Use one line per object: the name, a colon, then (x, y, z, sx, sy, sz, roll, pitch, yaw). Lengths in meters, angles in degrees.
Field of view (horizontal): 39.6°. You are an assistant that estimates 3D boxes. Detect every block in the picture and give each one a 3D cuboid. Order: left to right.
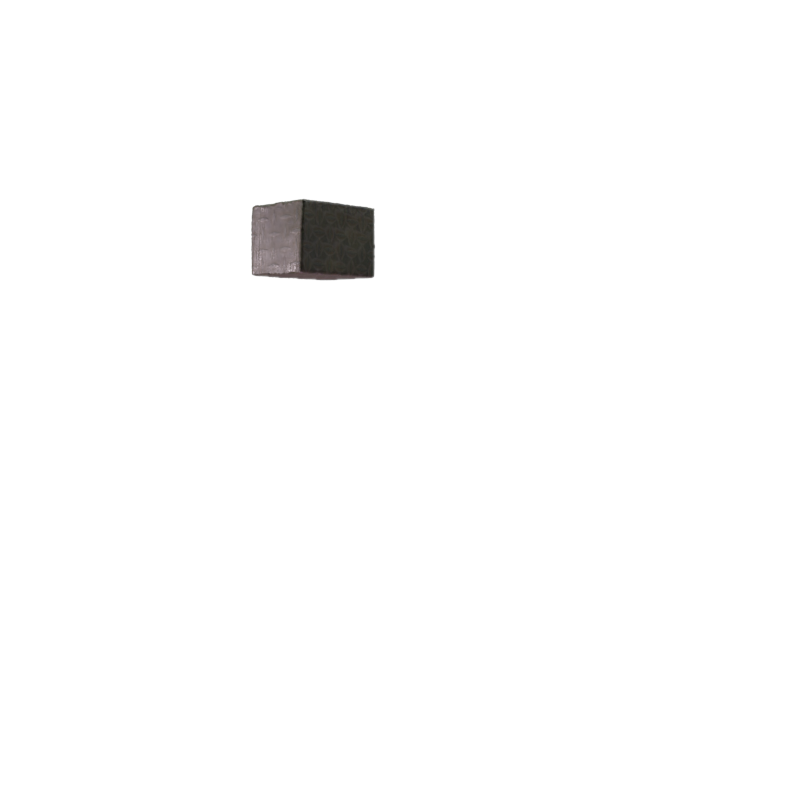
block: (-0.062, -0.113, 0.795, 0.055, 0.052, 0.075, -1, 0, 41)
